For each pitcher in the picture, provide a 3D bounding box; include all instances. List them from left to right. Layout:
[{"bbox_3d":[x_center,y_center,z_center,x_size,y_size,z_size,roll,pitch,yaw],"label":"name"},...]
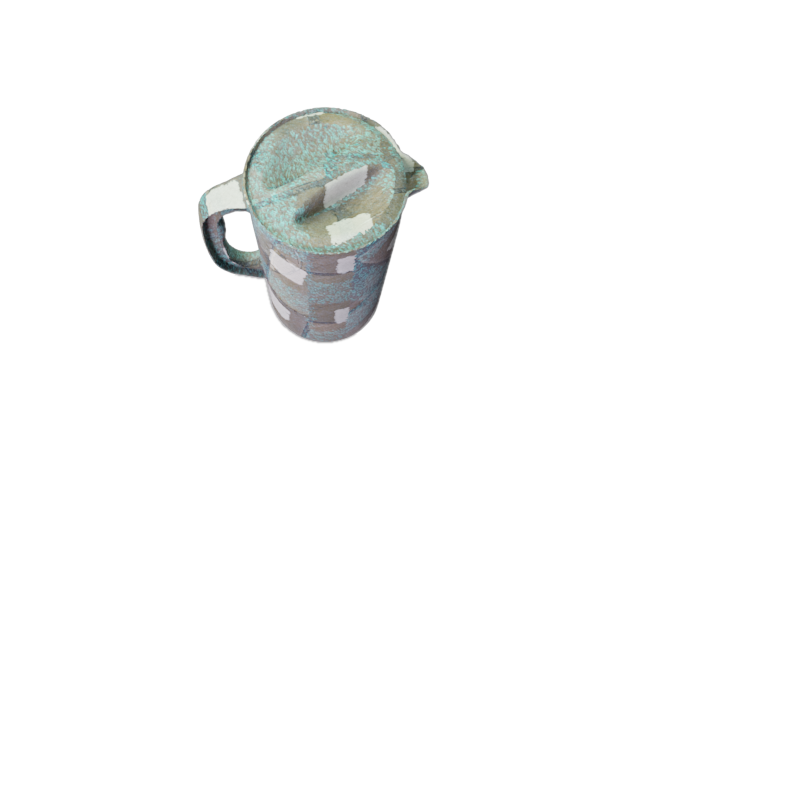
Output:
[{"bbox_3d":[-0.077,-0.140,0.980,0.154,0.148,0.231,34,-19,10],"label":"pitcher"}]
